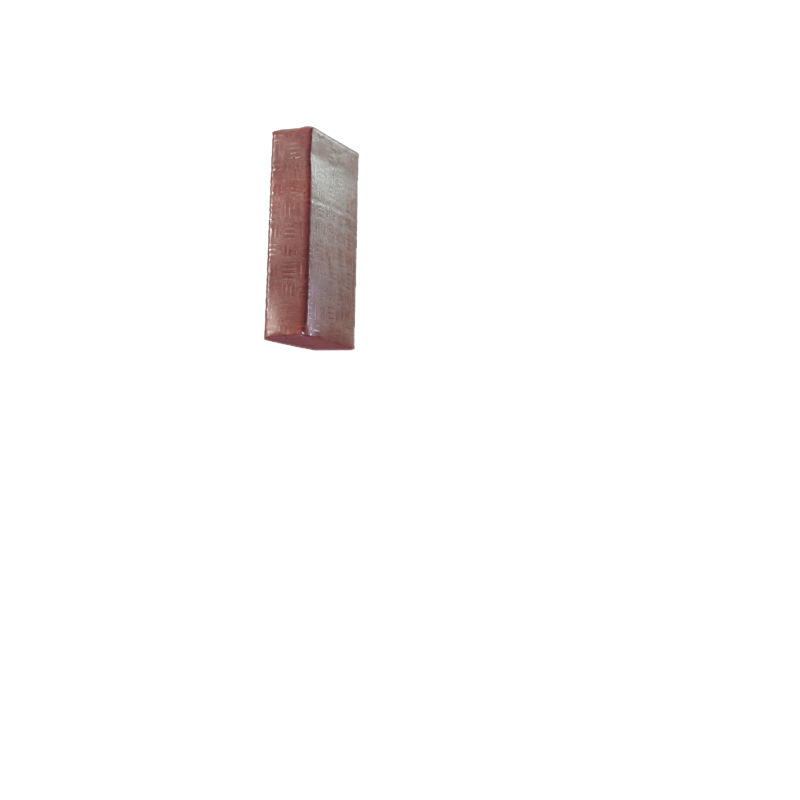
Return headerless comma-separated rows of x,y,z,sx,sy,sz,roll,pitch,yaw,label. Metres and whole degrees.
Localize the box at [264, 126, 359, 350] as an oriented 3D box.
-0.074,-0.134,0.938,0.049,0.181,0.088,-6,-12,25,box
